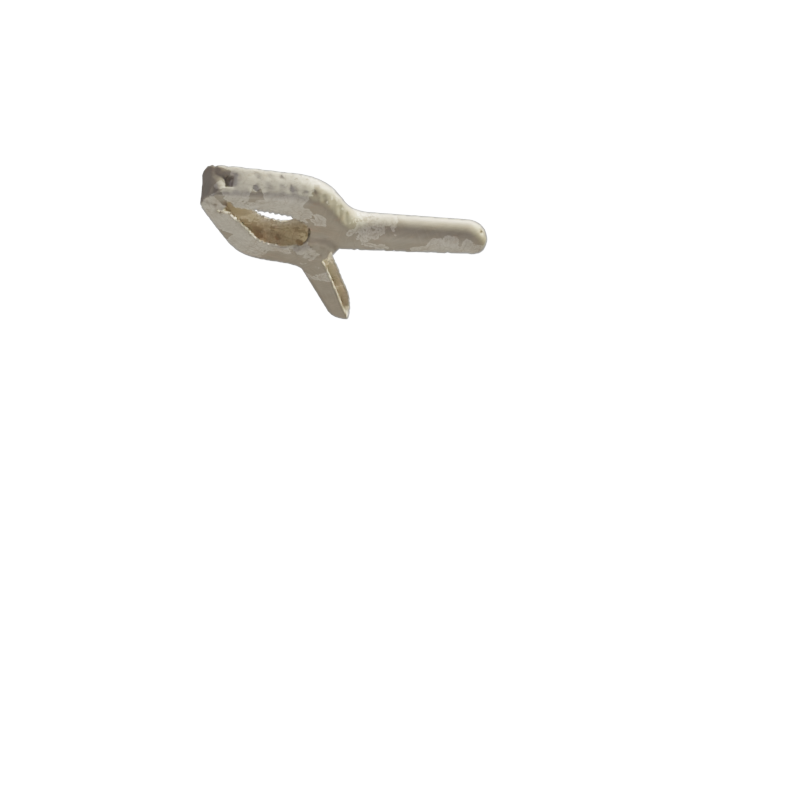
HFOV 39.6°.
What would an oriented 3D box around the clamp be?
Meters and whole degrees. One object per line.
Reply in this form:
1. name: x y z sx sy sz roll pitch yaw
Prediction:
1. clamp: -0.065 -0.118 0.827 0.200 0.039 0.163 16 -30 -31
